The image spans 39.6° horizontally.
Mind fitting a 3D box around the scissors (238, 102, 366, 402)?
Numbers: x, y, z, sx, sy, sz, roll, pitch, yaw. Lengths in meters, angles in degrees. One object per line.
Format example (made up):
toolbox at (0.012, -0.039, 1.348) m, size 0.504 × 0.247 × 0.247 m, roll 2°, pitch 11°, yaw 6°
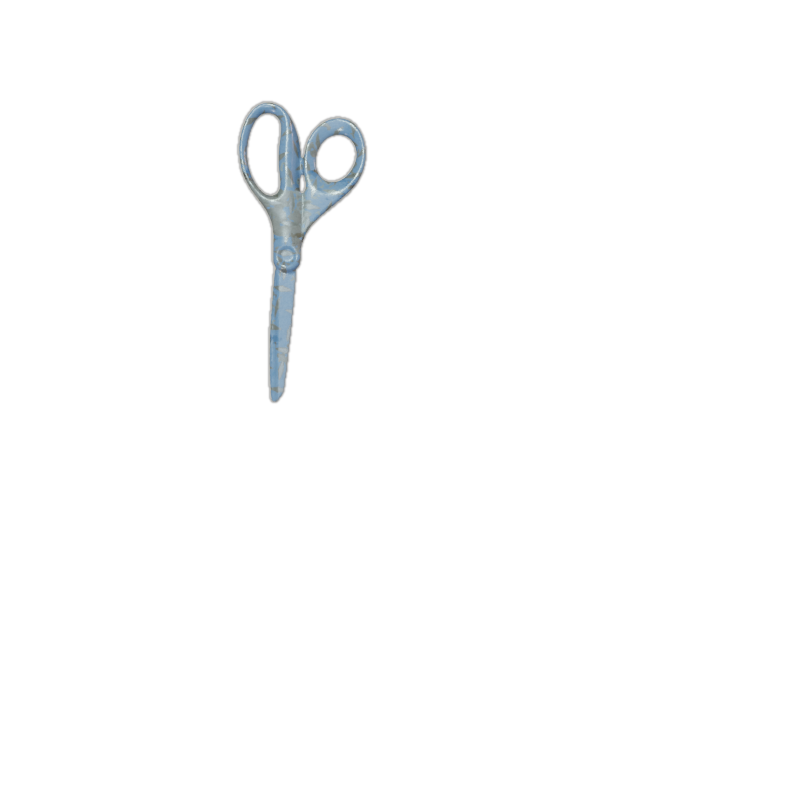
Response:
scissors at (-0.059, -0.107, 0.749) m, size 0.096 × 0.207 × 0.015 m, roll -11°, pitch -9°, yaw -2°
